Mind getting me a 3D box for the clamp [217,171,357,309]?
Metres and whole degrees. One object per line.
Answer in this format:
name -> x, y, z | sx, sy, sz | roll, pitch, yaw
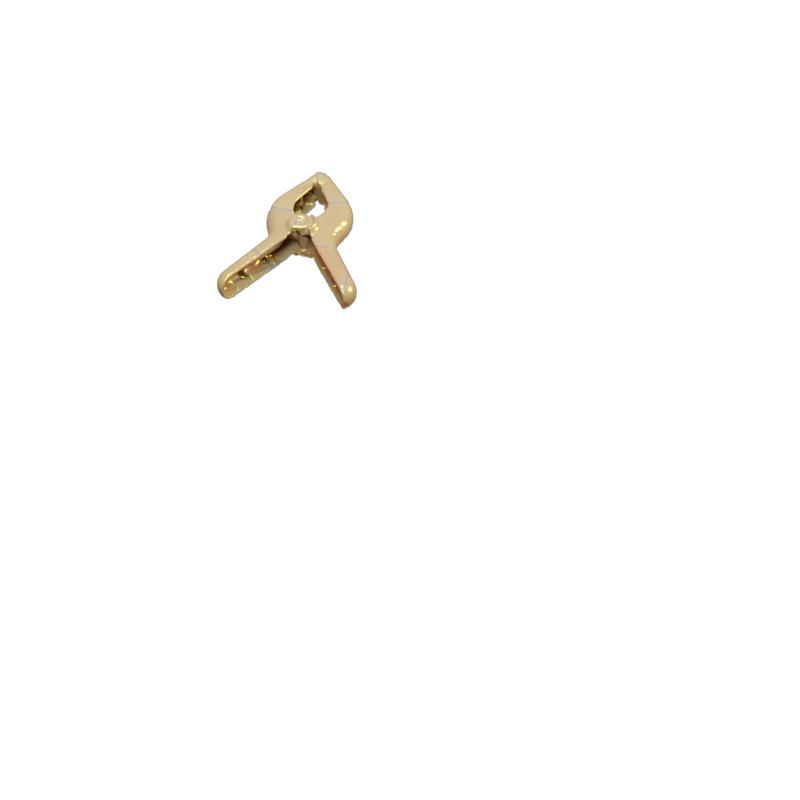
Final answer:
clamp -> -0.077, -0.141, 0.986 | 0.123, 0.179, 0.036 | 14, -41, 12
